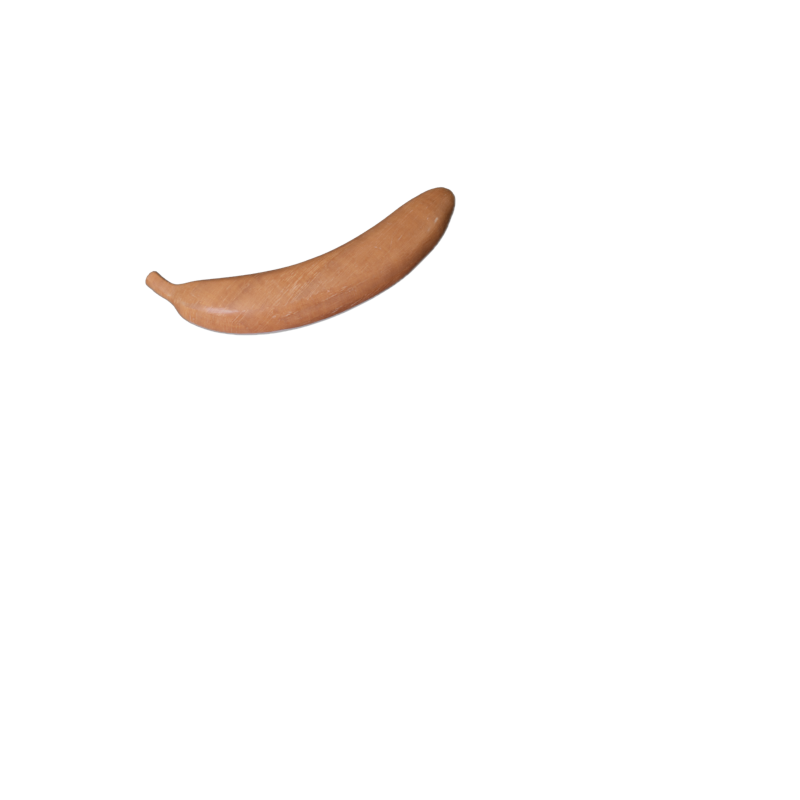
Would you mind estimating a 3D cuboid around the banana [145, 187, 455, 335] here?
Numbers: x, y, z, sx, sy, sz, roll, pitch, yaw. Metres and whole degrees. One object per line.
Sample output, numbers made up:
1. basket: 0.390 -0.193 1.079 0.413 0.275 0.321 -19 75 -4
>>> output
1. banana: -0.050 -0.078 0.659 0.196 0.075 0.034 -17 -29 -10
